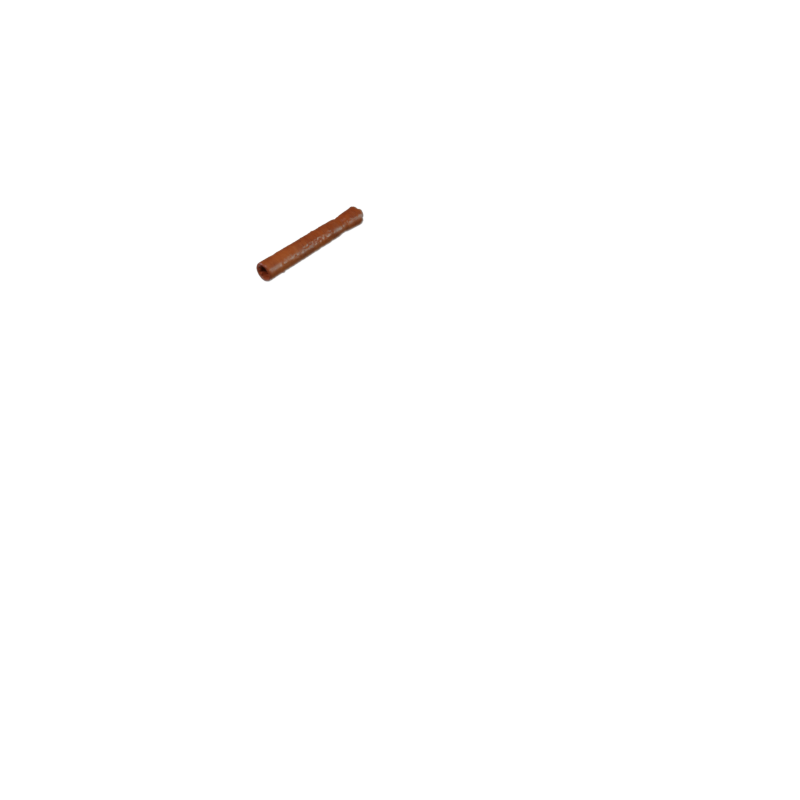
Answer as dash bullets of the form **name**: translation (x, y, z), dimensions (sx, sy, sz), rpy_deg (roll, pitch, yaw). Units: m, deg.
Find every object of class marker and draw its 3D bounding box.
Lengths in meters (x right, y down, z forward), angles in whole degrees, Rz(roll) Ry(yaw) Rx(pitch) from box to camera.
- **marker**: translation (-0.077, -0.141, 0.989), dimensions (0.122, 0.019, 0.021), rpy_deg (-37, 25, -32)
